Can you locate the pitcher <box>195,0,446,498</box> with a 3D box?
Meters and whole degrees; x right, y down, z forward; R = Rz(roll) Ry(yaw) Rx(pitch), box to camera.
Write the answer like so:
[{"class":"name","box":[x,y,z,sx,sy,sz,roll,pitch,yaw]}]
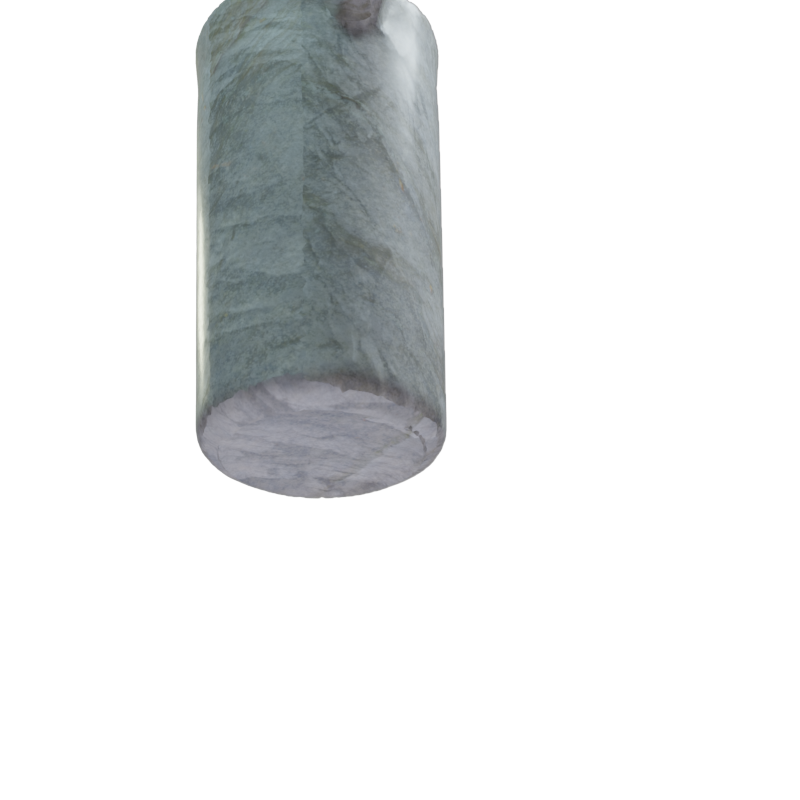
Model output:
[{"class":"pitcher","box":[-0.043,-0.079,0.550,0.147,0.260,0.138,-15,-35,19]}]
